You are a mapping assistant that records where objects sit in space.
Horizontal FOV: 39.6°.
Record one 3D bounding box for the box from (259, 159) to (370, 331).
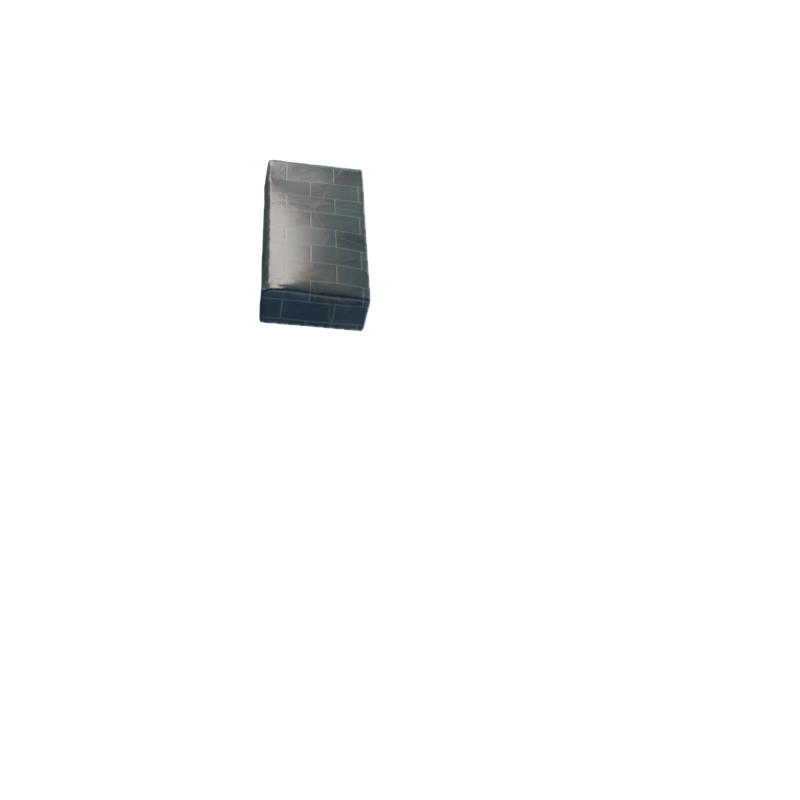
[{"bbox_3d":[-0.078,-0.142,1.000,0.092,0.045,0.189,4,44,-8],"label":"box"}]
